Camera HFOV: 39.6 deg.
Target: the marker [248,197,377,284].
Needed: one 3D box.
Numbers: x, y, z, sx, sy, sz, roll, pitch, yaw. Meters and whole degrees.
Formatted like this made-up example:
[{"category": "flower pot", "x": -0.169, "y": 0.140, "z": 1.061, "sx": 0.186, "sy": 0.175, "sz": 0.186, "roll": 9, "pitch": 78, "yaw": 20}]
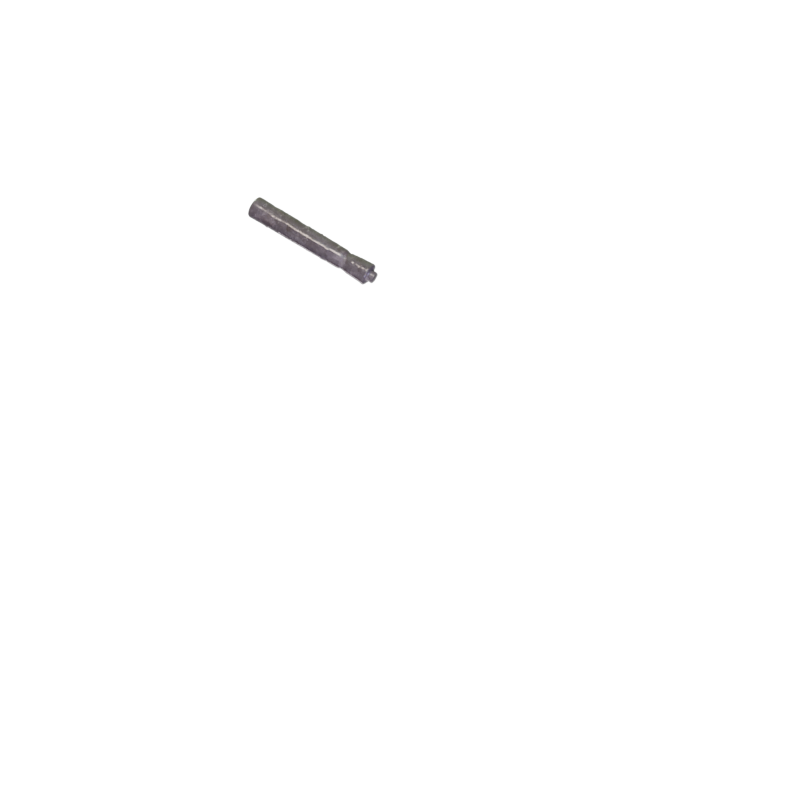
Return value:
[{"category": "marker", "x": -0.071, "y": -0.130, "z": 0.913, "sx": 0.126, "sy": 0.019, "sz": 0.019, "roll": 32, "pitch": 13, "yaw": 16}]
